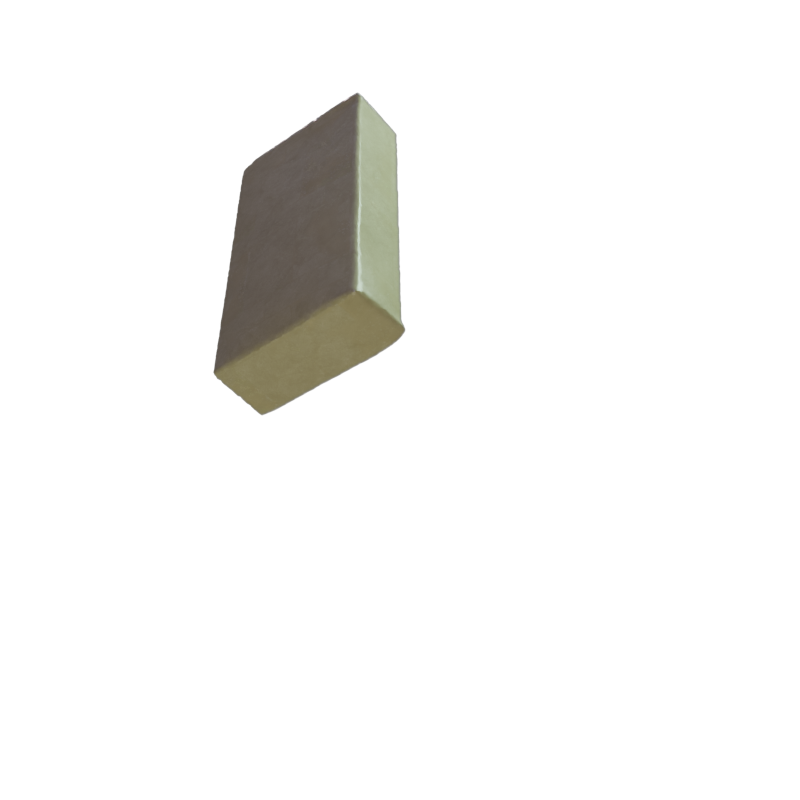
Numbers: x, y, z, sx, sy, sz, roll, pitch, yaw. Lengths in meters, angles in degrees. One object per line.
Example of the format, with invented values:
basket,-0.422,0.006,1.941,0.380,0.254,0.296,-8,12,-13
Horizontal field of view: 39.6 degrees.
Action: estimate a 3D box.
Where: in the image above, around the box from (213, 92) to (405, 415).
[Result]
box,-0.047,-0.086,0.600,0.093,0.189,0.045,-29,-50,23
